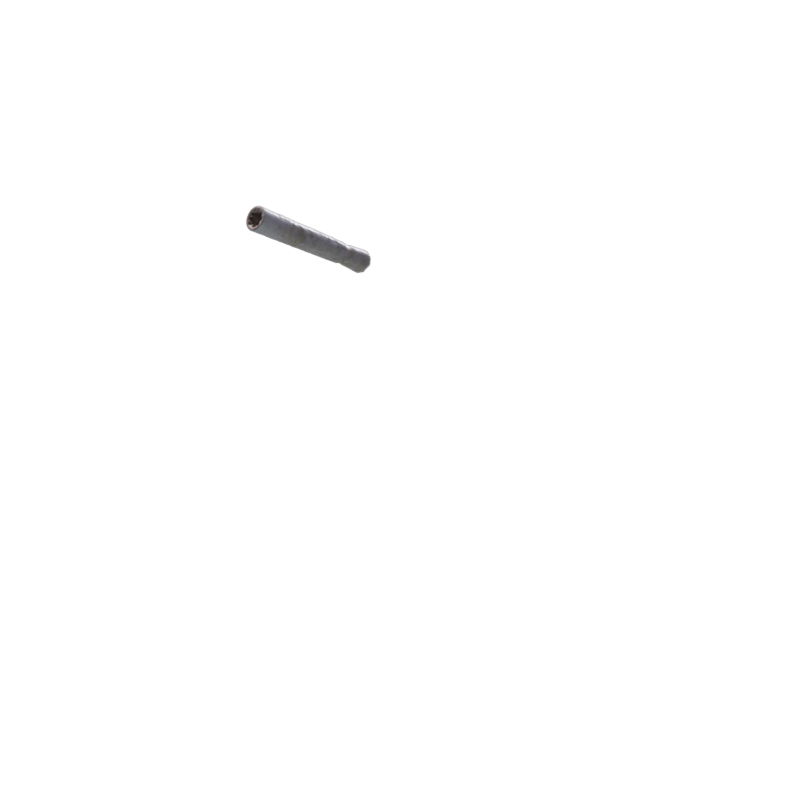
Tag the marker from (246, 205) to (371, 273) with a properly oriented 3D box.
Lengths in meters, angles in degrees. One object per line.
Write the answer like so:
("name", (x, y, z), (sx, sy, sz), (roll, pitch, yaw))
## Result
("marker", (-0.064, -0.117, 0.817), (0.021, 0.020, 0.114), (4, -9, 43))
